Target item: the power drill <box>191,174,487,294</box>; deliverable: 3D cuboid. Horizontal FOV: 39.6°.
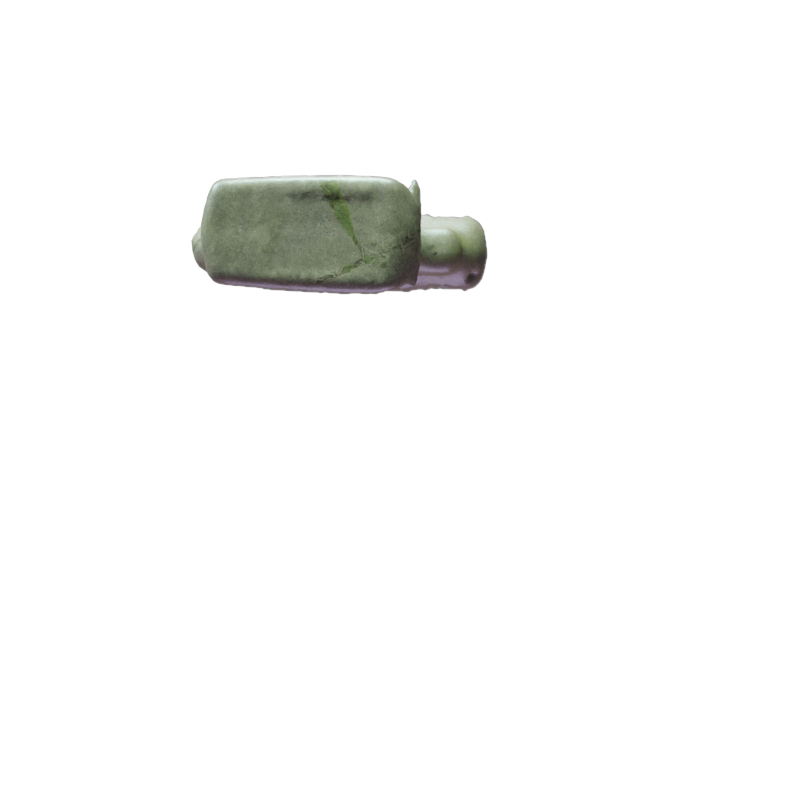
[{"bbox_3d":[-0.048,-0.088,0.619,0.187,0.057,0.186,1,5,10],"label":"power drill"}]
